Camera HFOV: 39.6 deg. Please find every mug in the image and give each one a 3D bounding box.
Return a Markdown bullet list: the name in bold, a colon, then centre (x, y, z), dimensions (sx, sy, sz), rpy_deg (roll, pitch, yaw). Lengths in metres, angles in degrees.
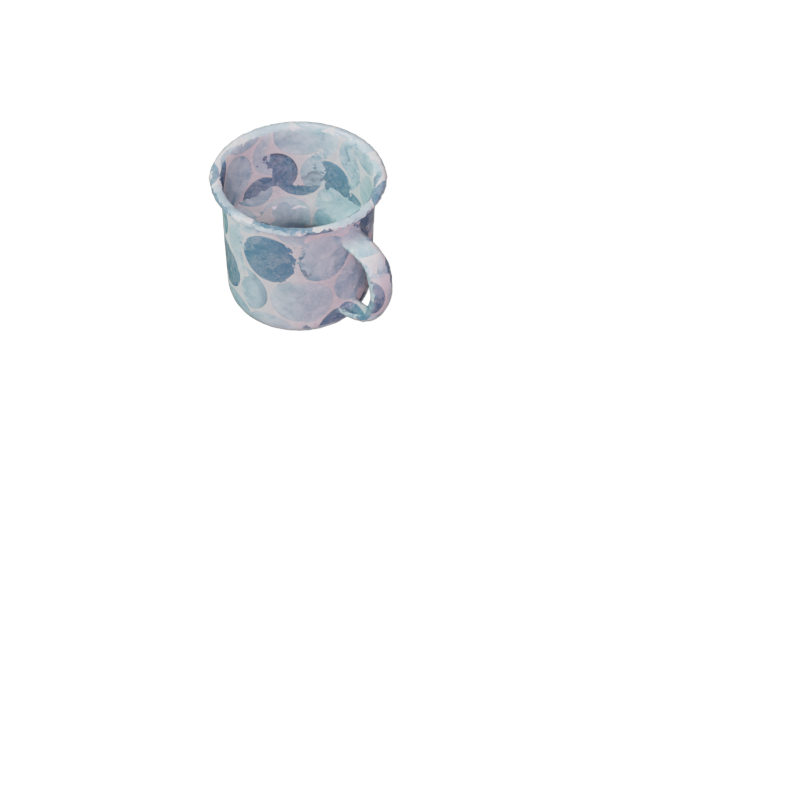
- **mug**: centre (-0.047, -0.086, 0.601), dimensions (0.094, 0.076, 0.125), rpy_deg (-34, 56, -29)
